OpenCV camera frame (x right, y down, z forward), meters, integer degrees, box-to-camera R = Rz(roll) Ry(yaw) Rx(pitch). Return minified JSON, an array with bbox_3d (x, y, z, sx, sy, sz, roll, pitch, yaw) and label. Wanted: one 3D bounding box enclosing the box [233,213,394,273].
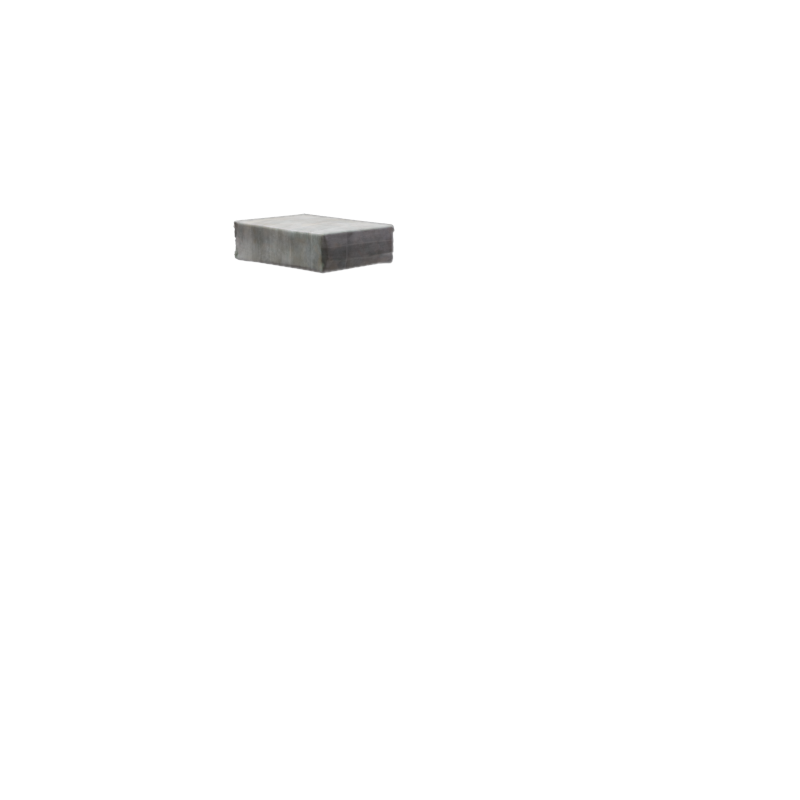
[{"bbox_3d":[-0.075,-0.138,0.965,0.119,0.038,0.087,11,17,41],"label":"box"}]
